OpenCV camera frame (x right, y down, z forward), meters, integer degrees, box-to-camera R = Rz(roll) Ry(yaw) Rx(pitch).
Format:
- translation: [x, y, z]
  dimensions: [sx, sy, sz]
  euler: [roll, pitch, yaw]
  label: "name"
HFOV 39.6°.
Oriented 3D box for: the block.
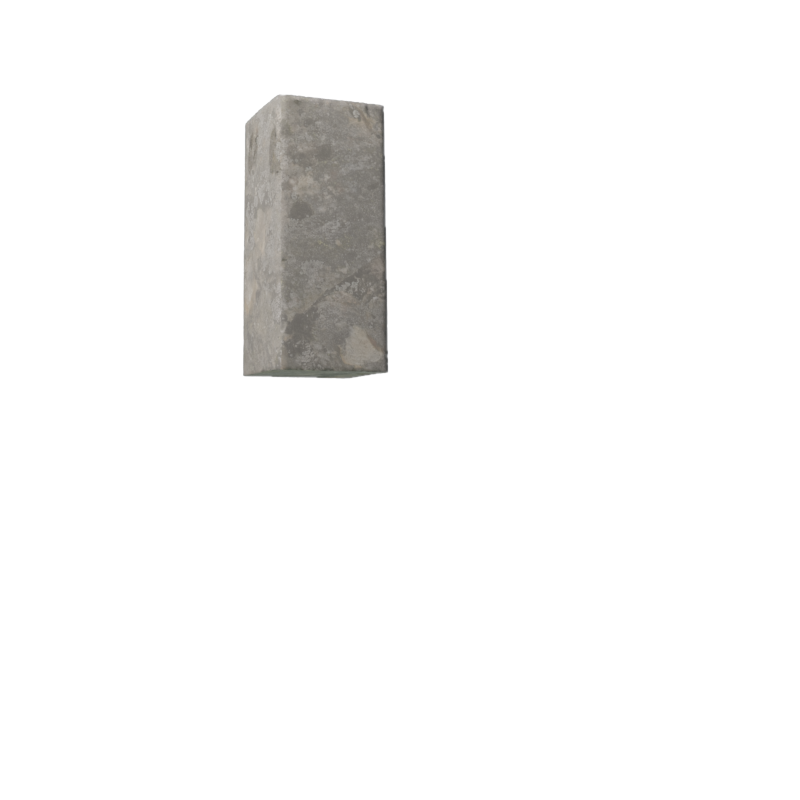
- translation: [-0.068, -0.124, 0.864]
  dimensions: [0.088, 0.211, 0.091]
  euler: [3, -10, -23]
  label: "block"
